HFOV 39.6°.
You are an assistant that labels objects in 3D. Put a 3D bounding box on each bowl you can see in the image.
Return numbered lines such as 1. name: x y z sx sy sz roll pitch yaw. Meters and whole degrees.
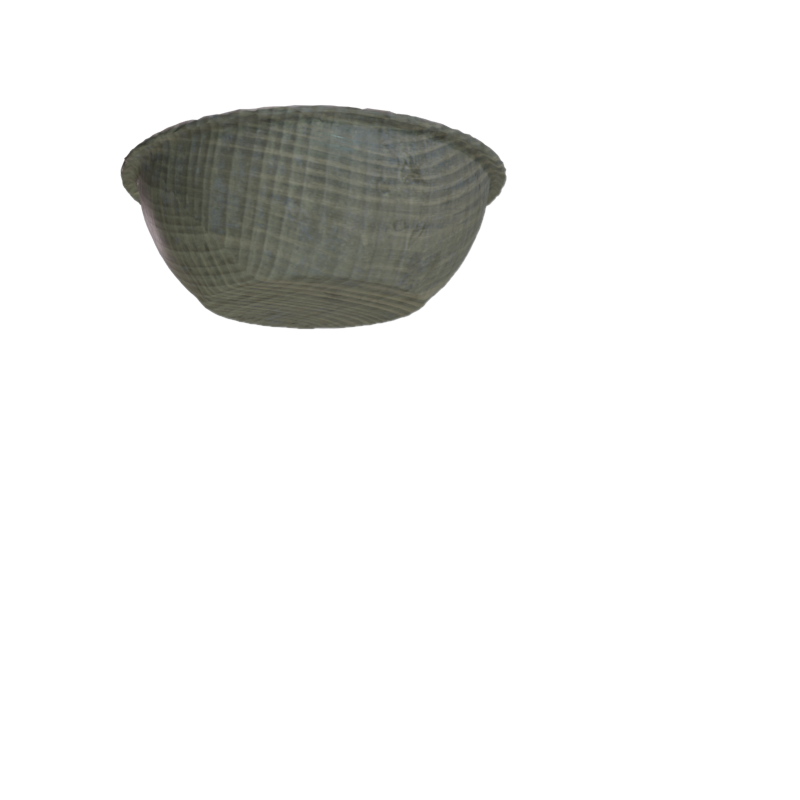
1. bowl: -0.036 -0.066 0.461 0.162 0.057 0.157 0 -10 -2
